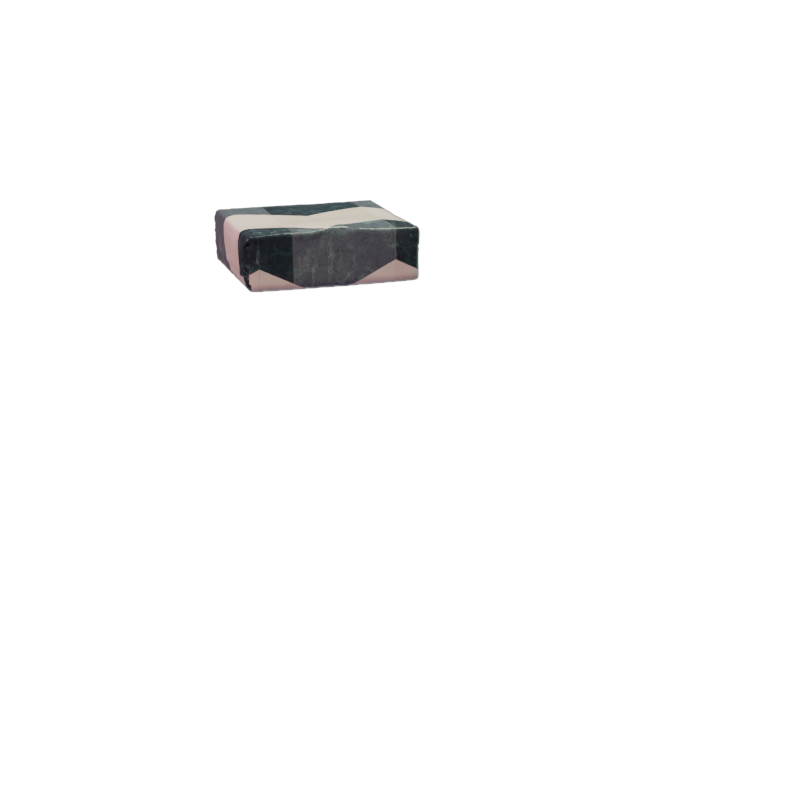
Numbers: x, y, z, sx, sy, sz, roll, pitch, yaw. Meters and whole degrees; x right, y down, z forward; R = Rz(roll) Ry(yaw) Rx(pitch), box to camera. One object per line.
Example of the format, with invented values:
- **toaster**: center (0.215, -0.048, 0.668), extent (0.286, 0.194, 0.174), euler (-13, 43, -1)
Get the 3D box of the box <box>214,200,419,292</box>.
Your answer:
- **box**: center (-0.044, -0.080, 0.561), extent (0.088, 0.029, 0.077), euler (-6, 20, -17)
